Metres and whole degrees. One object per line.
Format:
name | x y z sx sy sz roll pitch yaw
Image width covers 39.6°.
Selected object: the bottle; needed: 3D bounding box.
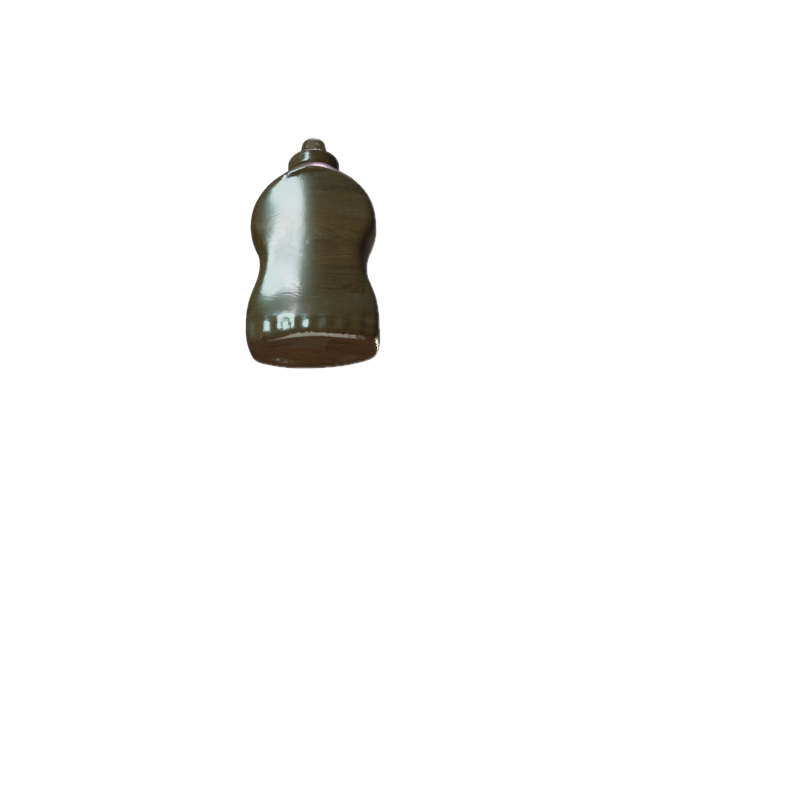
bottle | -0.066 -0.120 0.843 0.096 0.204 0.054 -4 -31 4
